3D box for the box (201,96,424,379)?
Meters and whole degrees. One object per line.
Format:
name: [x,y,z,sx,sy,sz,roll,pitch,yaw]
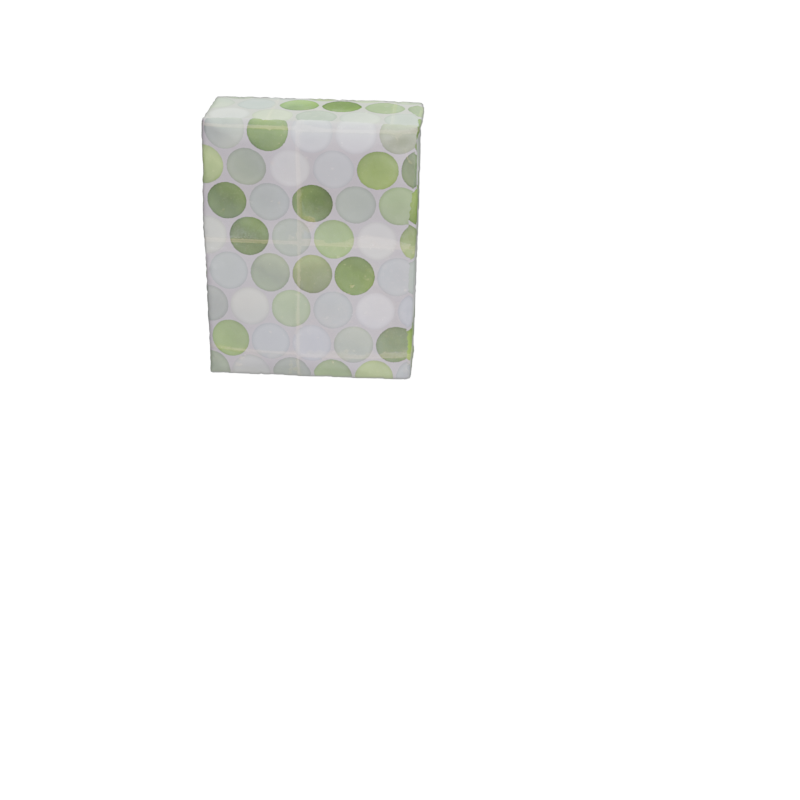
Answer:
box: [-0.068,-0.124,0.868,0.165,0.203,0.075,3,24,5]
